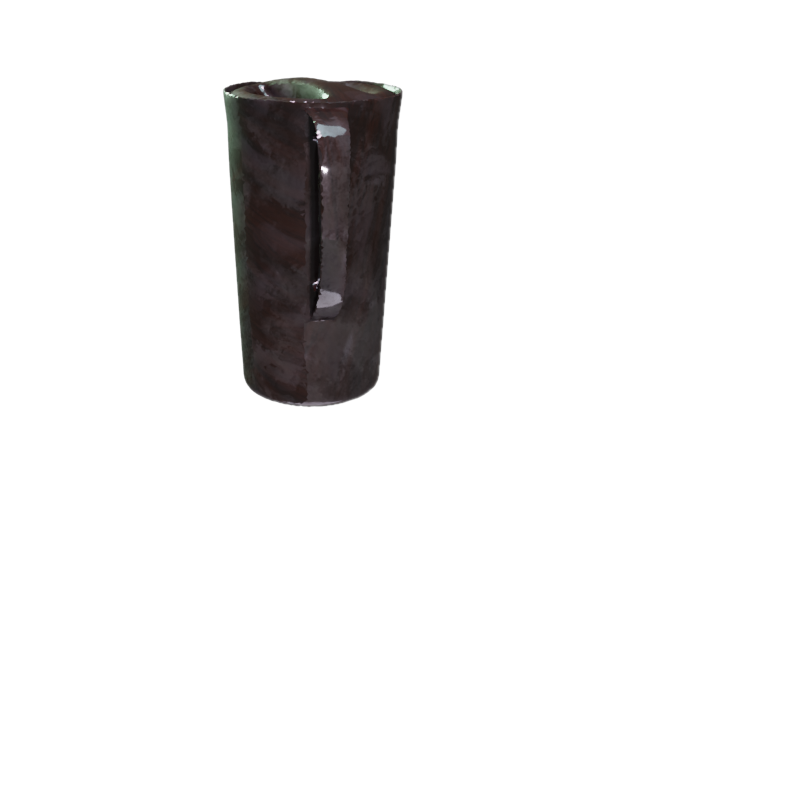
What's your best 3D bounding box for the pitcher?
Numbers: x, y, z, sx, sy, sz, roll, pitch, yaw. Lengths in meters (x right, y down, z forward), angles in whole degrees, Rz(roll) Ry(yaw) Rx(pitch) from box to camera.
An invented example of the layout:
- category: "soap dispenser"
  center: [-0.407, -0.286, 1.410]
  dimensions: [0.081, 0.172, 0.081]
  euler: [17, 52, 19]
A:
- category: "pitcher"
  center: [-0.066, -0.120, 0.842]
  dimensions: [0.152, 0.234, 0.148]
  euler: [12, 20, 31]
